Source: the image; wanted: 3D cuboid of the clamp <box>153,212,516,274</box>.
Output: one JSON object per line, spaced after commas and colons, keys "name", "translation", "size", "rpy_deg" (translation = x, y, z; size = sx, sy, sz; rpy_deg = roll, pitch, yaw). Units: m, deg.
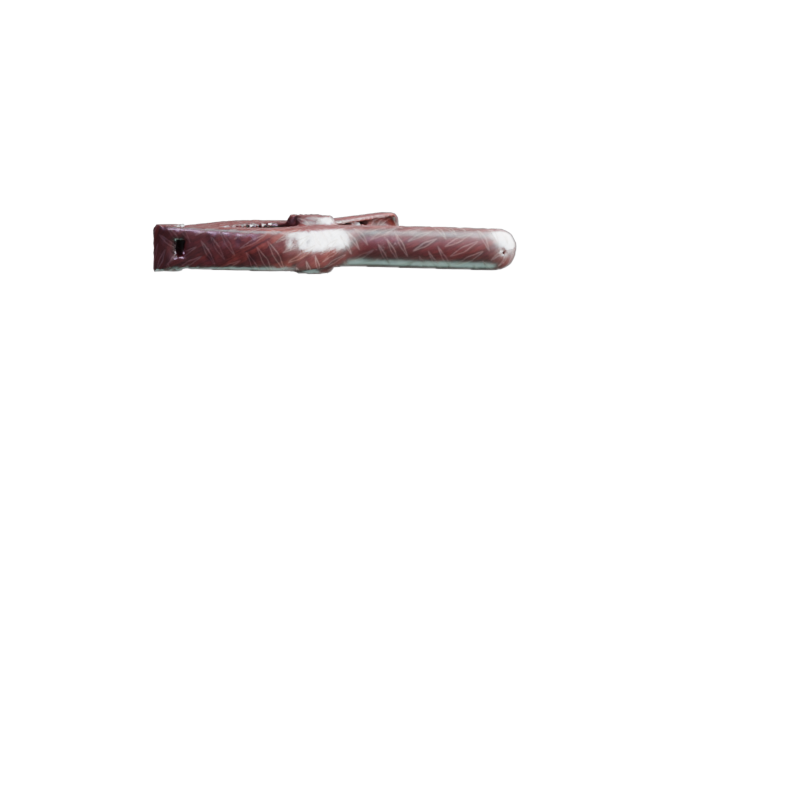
{"name": "clamp", "translation": [-0.055, -0.101, 0.707], "size": [0.206, 0.036, 0.171], "rpy_deg": [-4, 13, -18]}
